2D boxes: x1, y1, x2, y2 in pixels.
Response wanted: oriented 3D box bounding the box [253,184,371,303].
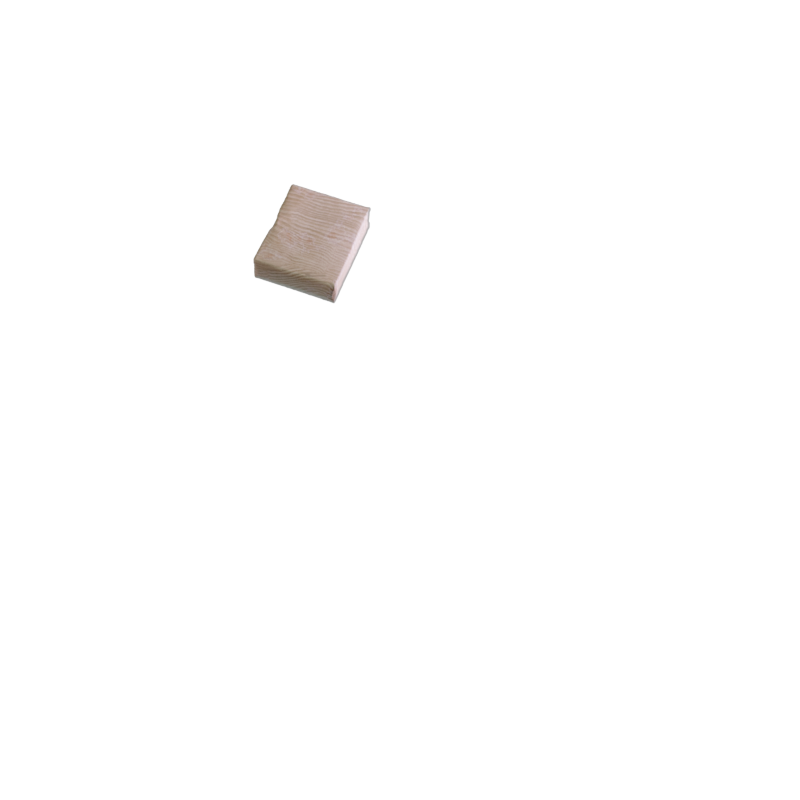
[{"bbox_3d":[-0.073,-0.133,0.932,0.075,0.093,0.028,17,-31,10],"label":"box"}]
